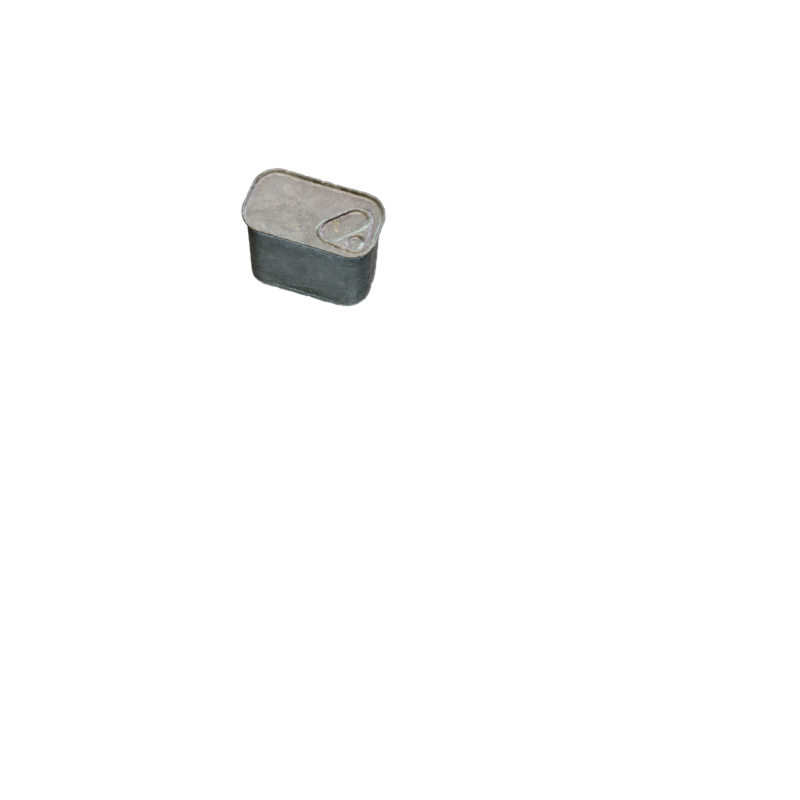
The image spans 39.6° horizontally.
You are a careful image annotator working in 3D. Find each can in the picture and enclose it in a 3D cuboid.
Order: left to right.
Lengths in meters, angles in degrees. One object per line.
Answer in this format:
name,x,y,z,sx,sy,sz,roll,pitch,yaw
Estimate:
can,-0.065,-0.119,0.834,0.104,0.060,0.079,17,-27,8
